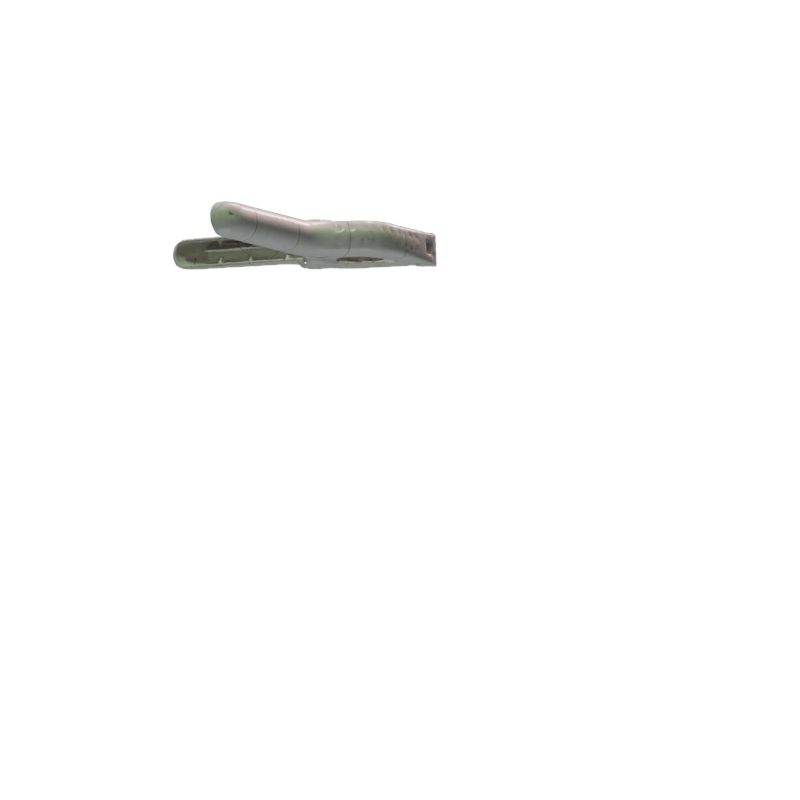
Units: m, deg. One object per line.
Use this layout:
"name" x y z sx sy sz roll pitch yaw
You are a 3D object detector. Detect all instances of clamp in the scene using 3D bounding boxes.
"clamp" -0.068 -0.123 0.865 0.207 0.037 0.164 0 -3 -12
